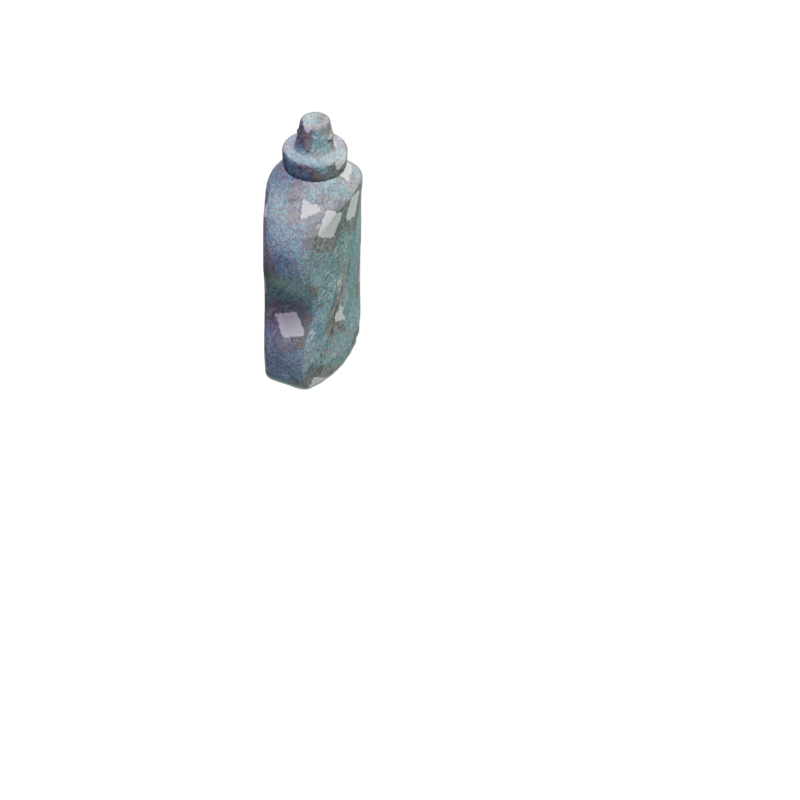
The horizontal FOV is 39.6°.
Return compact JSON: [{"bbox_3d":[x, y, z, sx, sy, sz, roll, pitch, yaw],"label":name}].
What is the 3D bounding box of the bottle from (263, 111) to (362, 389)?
[{"bbox_3d":[-0.057,-0.105,0.734,0.060,0.179,0.099,18,44,16],"label":"bottle"}]
